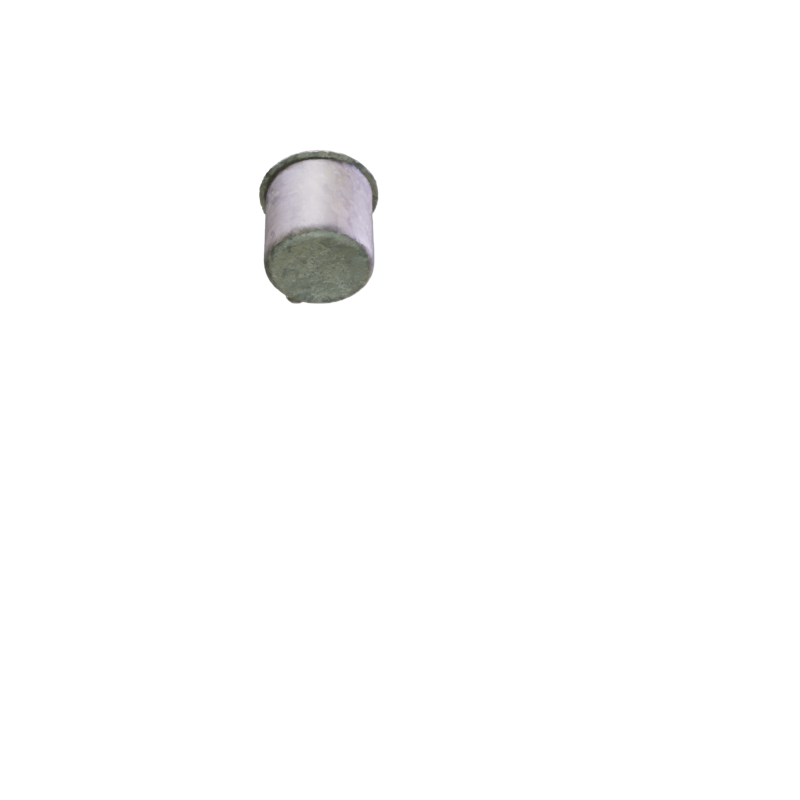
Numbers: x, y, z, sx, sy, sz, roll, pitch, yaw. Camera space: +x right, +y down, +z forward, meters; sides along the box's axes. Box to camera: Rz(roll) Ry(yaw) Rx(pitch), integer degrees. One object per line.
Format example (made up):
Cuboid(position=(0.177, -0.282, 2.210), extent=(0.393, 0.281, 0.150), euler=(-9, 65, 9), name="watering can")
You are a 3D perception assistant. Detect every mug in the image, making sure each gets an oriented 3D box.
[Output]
Cuboid(position=(-0.066, -0.120, 0.843), extent=(0.090, 0.087, 0.112), euler=(15, -44, -18), name="mug")
